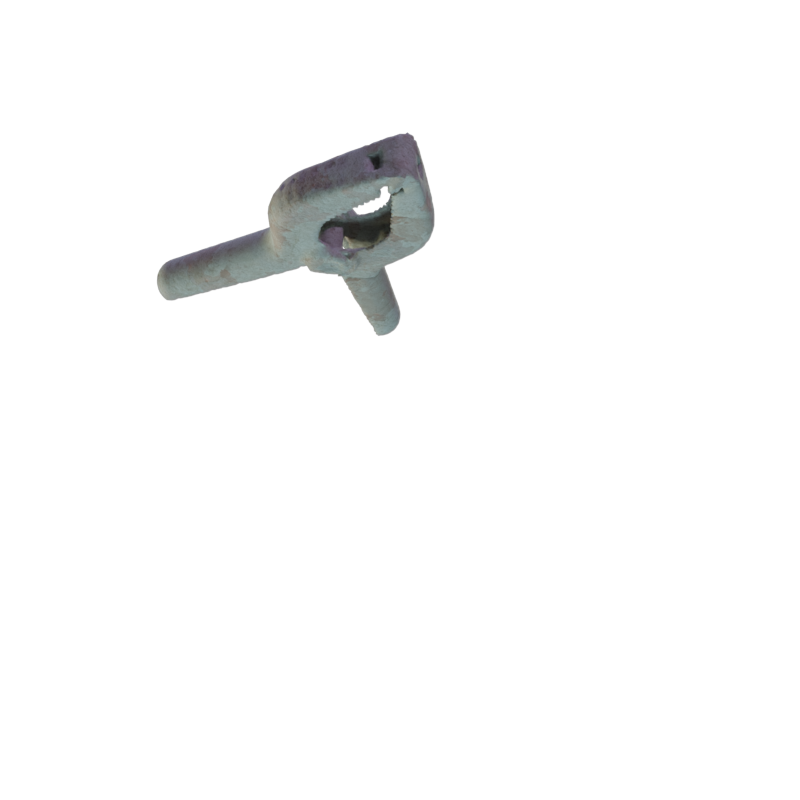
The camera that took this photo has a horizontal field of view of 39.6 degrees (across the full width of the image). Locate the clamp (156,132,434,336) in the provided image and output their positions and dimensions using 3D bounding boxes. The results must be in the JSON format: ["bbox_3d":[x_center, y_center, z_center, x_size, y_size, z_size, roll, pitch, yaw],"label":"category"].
[{"bbox_3d":[-0.051,-0.093,0.650,0.161,0.038,0.204,6,-22,-16],"label":"clamp"}]
